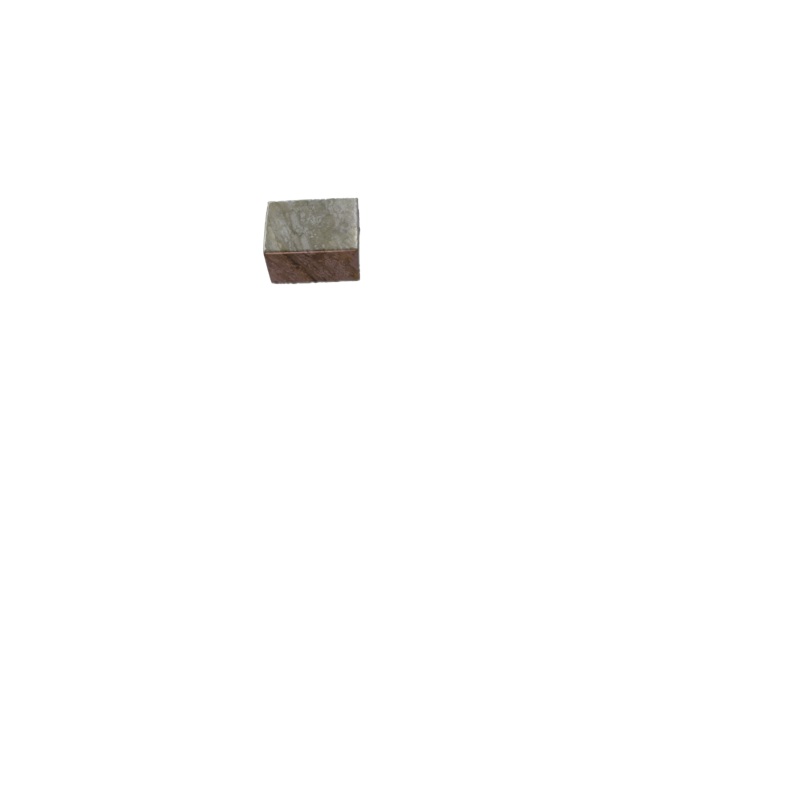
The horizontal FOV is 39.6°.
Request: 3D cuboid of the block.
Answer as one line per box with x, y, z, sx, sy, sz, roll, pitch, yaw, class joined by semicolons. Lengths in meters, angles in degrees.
-0.072;-0.132;0.923;0.078;0.054;0.049;-2;-29;2;block
